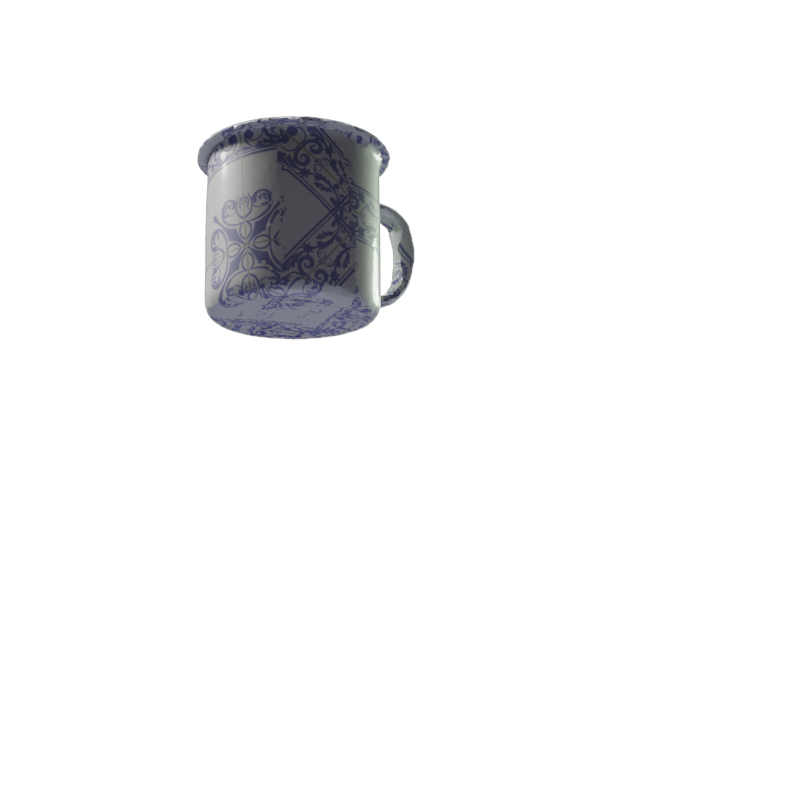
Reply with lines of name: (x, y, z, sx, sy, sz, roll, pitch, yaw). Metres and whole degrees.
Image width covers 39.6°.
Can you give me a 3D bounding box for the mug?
mug: (-0.041, -0.076, 0.530, 0.111, 0.085, 0.094, 12, -20, -38)
